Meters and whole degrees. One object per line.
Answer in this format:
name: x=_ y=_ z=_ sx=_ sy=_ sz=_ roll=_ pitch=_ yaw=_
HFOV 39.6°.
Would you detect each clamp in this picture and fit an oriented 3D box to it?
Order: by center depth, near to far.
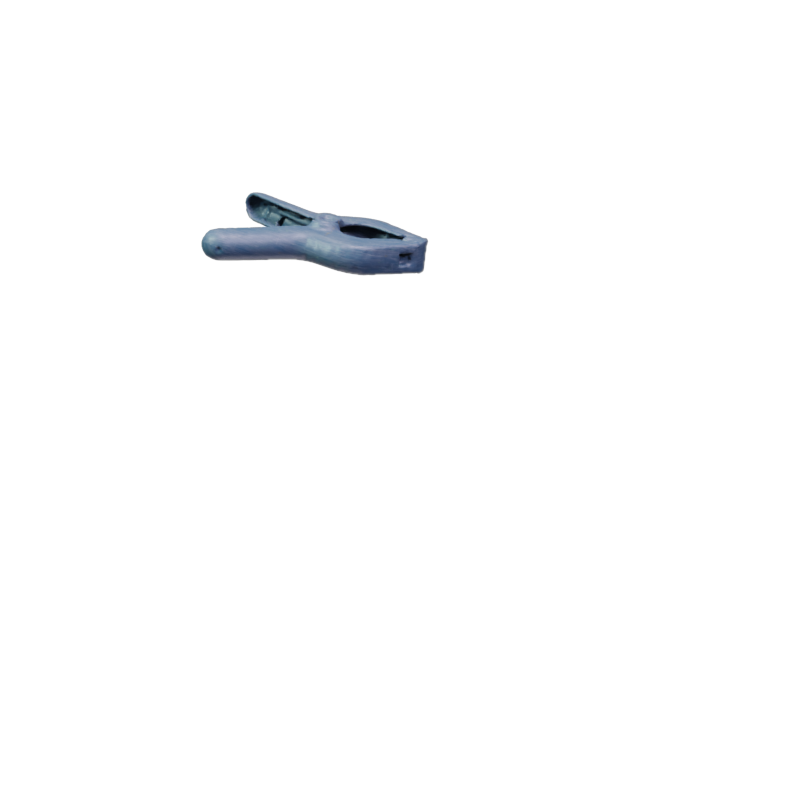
clamp: x=-0.068 y=-0.125 z=0.873 sx=0.177 sy=0.037 sz=0.123 roll=12 pitch=33 yaw=19
